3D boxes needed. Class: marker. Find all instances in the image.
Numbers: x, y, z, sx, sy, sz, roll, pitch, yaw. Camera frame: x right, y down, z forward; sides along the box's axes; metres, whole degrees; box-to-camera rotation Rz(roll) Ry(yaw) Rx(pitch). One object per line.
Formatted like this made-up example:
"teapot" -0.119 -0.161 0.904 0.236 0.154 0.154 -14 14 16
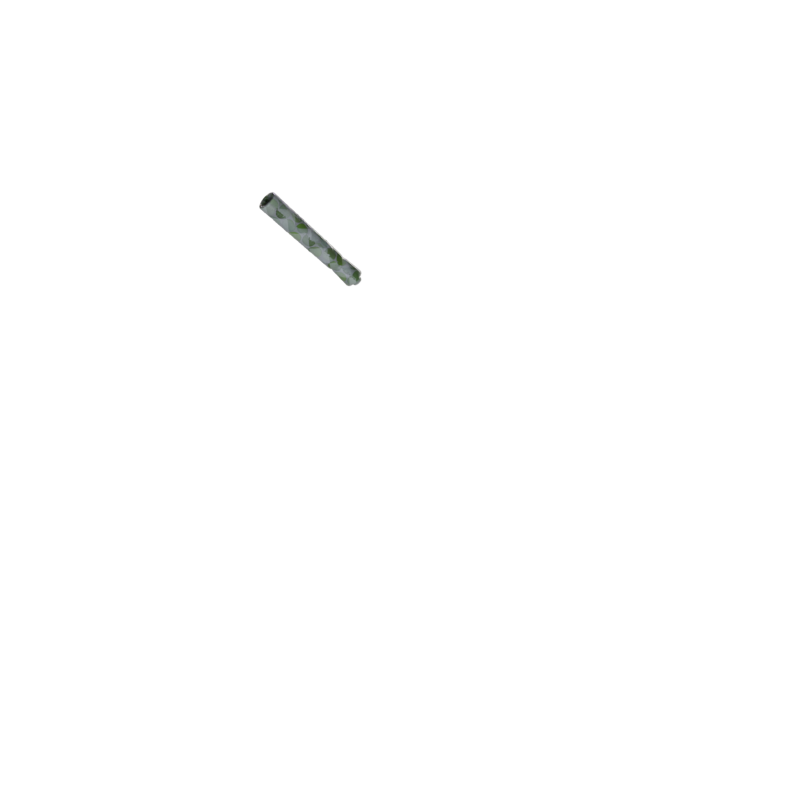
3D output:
"marker" -0.078 -0.142 0.992 0.114 0.020 0.020 40 -18 -27
